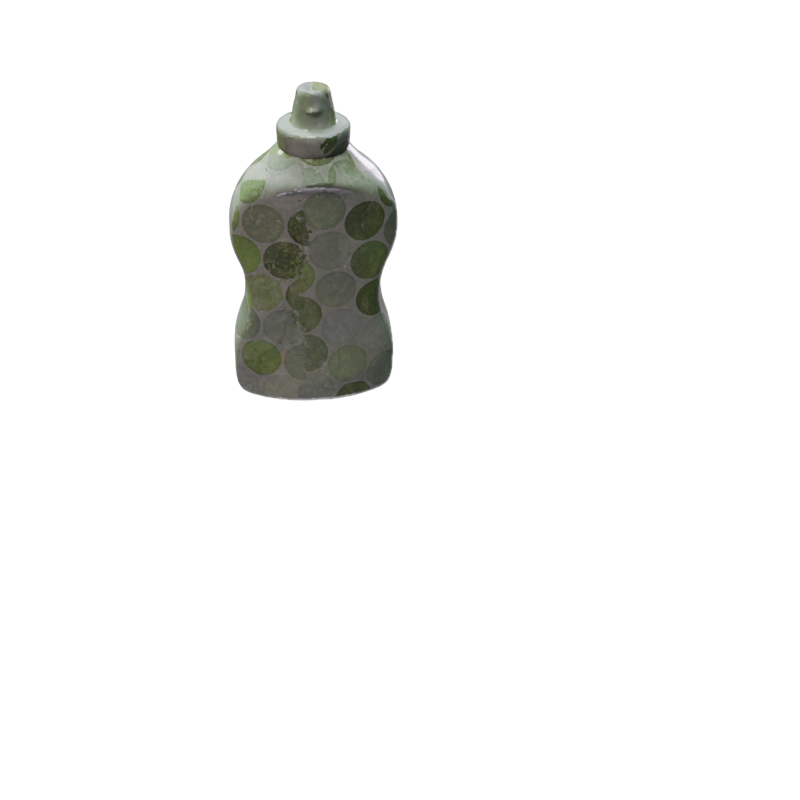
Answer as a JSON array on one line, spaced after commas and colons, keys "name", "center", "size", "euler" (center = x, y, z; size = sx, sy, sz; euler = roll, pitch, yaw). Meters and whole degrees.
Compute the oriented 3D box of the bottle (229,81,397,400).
[{"name": "bottle", "center": [-0.050, -0.091, 0.642], "size": [0.096, 0.180, 0.062], "euler": [0, 32, -4]}]
